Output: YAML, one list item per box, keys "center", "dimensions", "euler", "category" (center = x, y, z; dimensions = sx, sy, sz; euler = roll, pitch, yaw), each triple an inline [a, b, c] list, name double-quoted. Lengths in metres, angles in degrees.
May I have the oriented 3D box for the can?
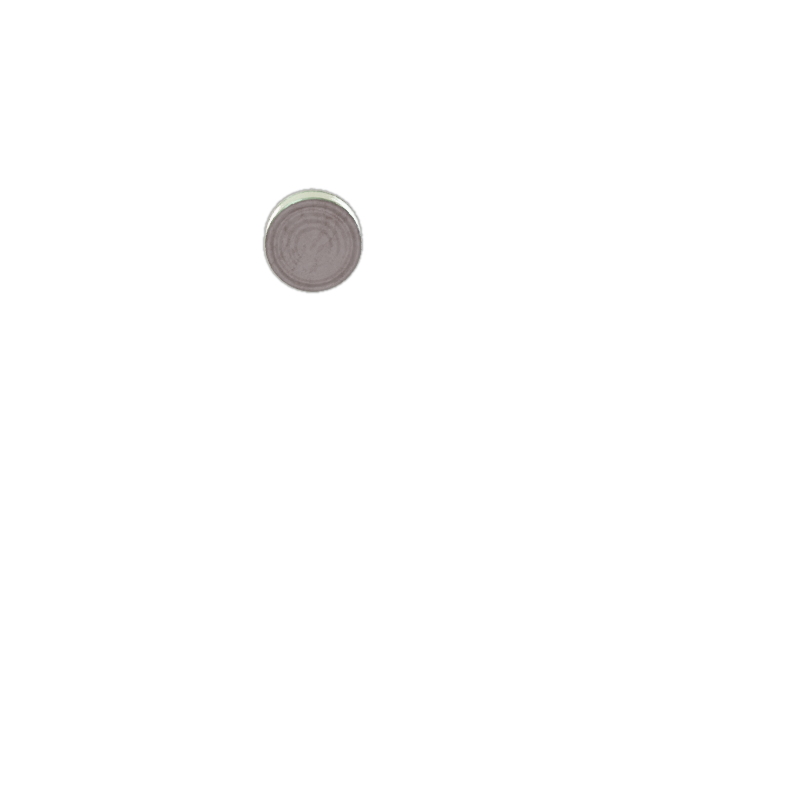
- center: [-0.075, -0.138, 0.964]
  dimensions: [0.086, 0.083, 0.035]
  euler: [0, 15, -1]
  category: "can"
